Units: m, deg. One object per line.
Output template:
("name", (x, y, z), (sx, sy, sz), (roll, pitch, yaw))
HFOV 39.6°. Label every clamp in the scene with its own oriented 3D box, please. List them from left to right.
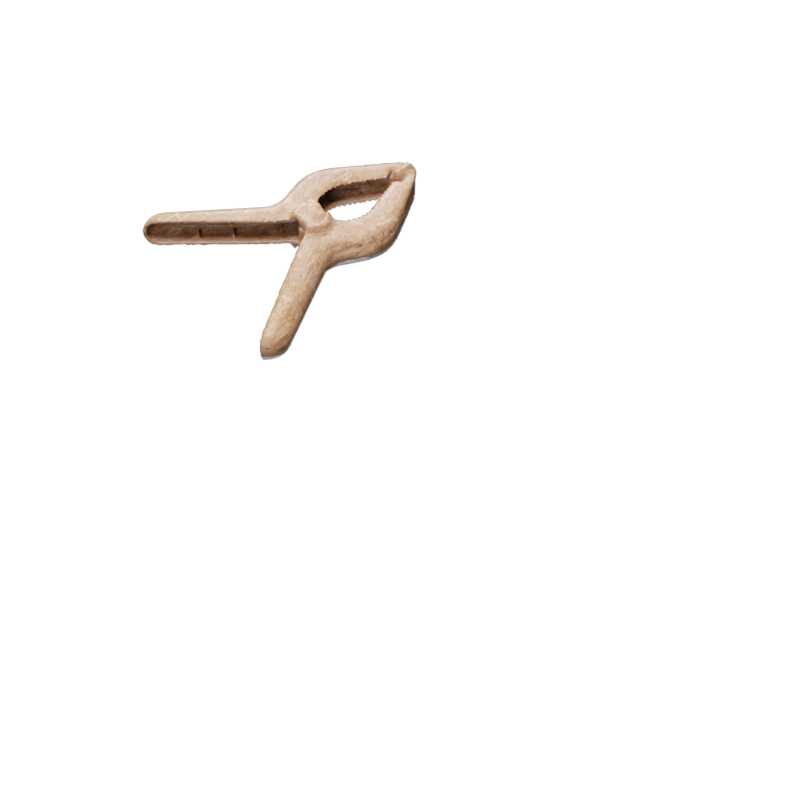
("clamp", (-0.065, -0.118, 0.827), (0.209, 0.034, 0.177), (-25, 53, -21))
